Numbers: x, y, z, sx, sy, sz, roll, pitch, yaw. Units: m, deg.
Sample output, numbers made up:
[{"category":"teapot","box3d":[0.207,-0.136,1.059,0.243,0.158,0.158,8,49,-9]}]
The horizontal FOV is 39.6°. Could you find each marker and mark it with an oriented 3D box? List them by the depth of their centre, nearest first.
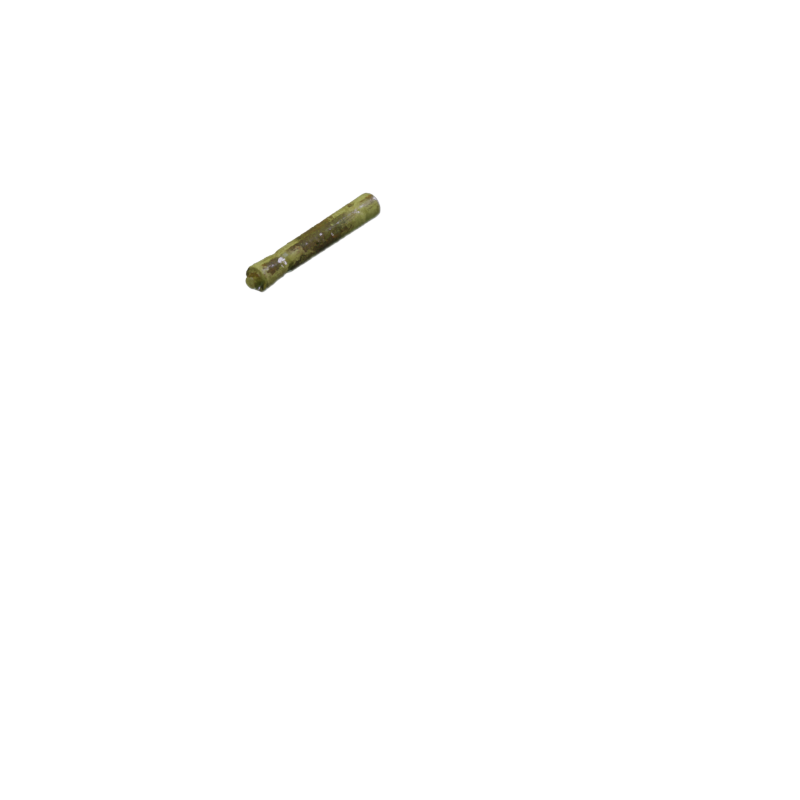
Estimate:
[{"category":"marker","box3d":[-0.058,-0.106,0.740,0.021,0.019,0.122,3,33,44]}]
